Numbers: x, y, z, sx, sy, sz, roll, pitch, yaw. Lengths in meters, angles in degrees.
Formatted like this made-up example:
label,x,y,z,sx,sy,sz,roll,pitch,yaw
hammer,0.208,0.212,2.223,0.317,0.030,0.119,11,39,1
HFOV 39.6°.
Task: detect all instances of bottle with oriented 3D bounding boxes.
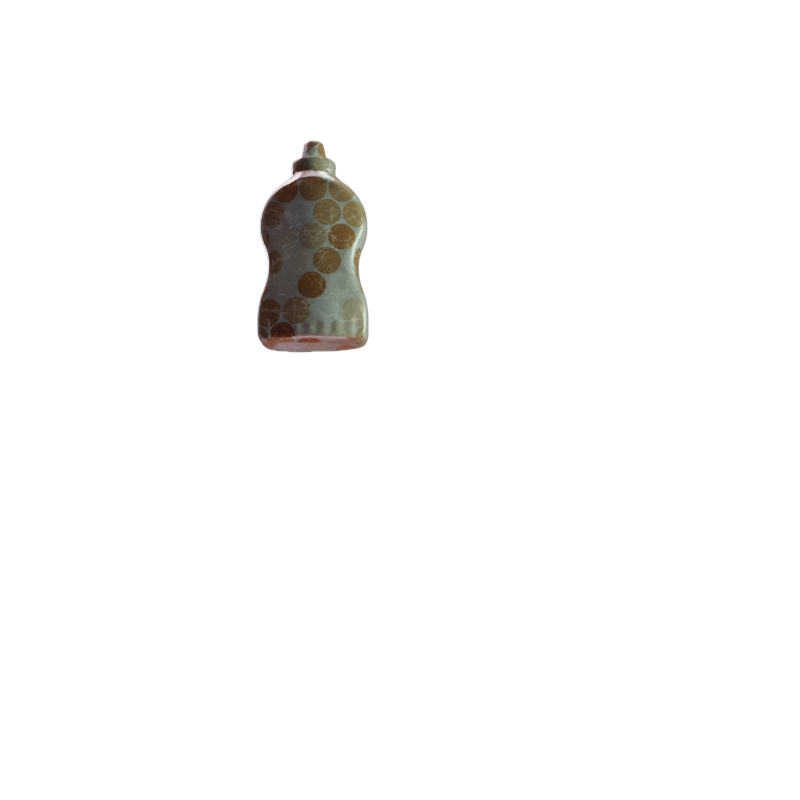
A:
label,x,y,z,sx,sy,sz,roll,pitch,yaw
bottle,-0.077,-0.141,0.990,0.097,0.200,0.055,-3,-18,6
